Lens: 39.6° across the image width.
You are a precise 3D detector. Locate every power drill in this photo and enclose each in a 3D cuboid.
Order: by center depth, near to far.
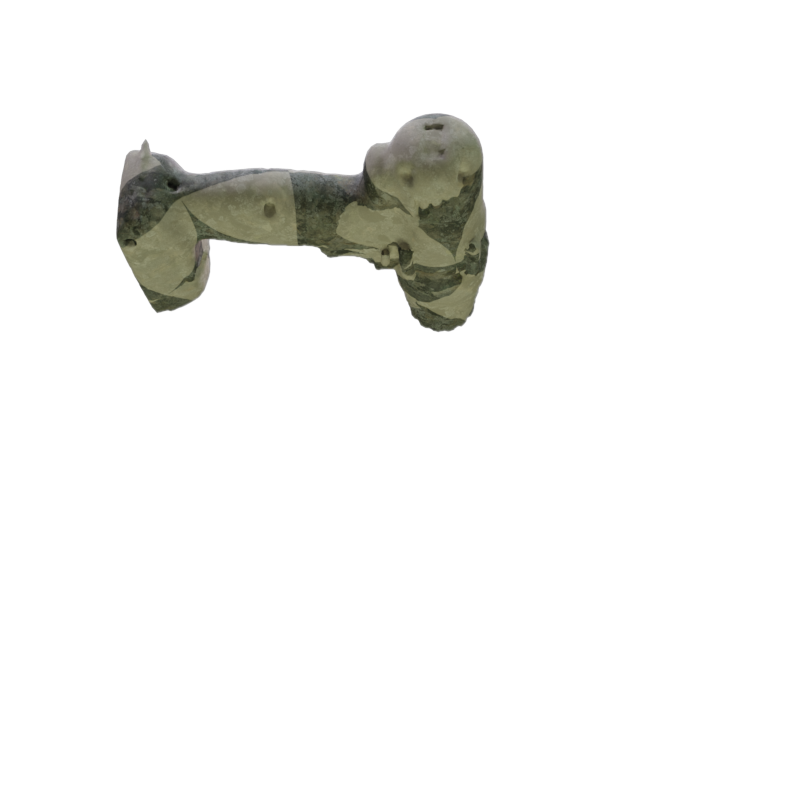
[{"bbox_3d":[-0.047,-0.085,0.597,0.189,0.061,0.173,-2,-25,4],"label":"power drill"}]
